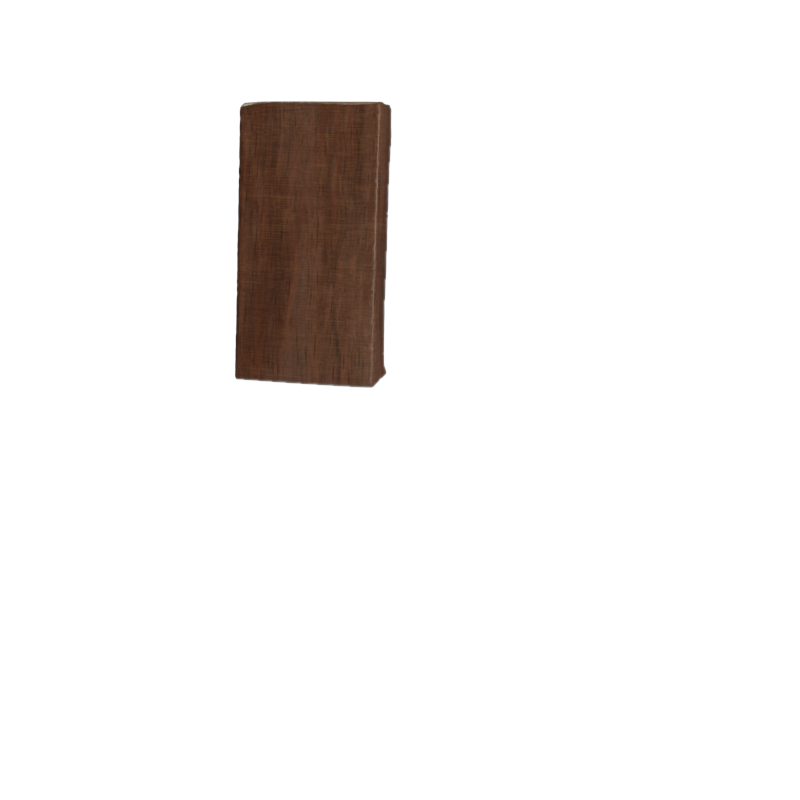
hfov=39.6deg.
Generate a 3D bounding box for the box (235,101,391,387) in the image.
[{"bbox_3d":[-0.055,-0.100,0.703,0.095,0.174,0.048,2,6,12],"label":"box"}]
